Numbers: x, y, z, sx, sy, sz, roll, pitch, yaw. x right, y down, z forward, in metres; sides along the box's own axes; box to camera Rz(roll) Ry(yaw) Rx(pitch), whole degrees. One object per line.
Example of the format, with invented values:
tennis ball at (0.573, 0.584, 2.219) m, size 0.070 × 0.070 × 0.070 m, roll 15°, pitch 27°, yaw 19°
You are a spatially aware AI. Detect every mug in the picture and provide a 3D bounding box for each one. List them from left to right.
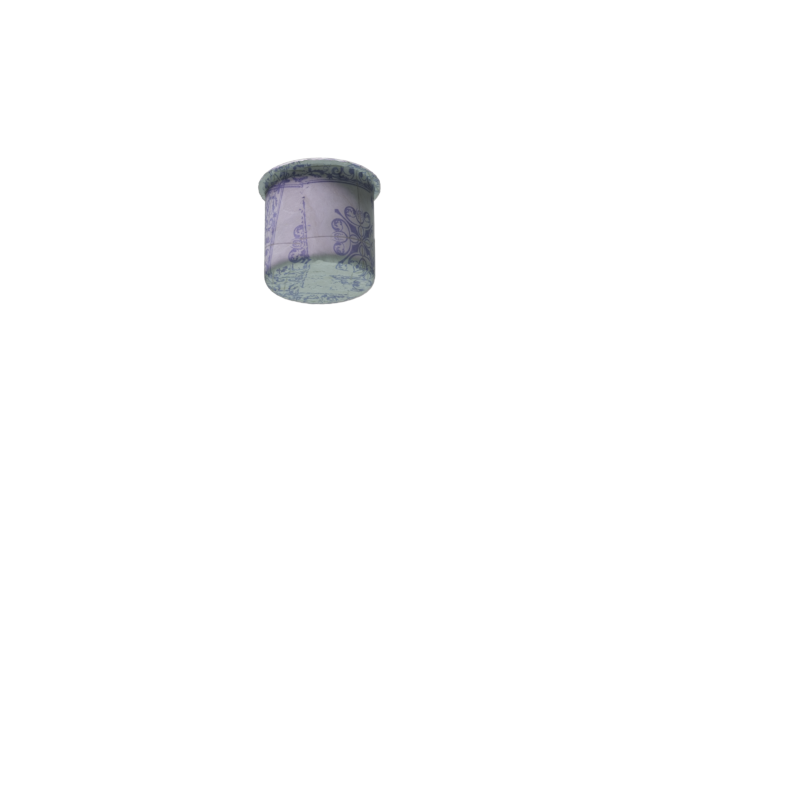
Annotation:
mug at (-0.065, -0.119, 0.832) m, size 0.090 × 0.086 × 0.115 m, roll 9°, pitch -22°, yaw -24°
